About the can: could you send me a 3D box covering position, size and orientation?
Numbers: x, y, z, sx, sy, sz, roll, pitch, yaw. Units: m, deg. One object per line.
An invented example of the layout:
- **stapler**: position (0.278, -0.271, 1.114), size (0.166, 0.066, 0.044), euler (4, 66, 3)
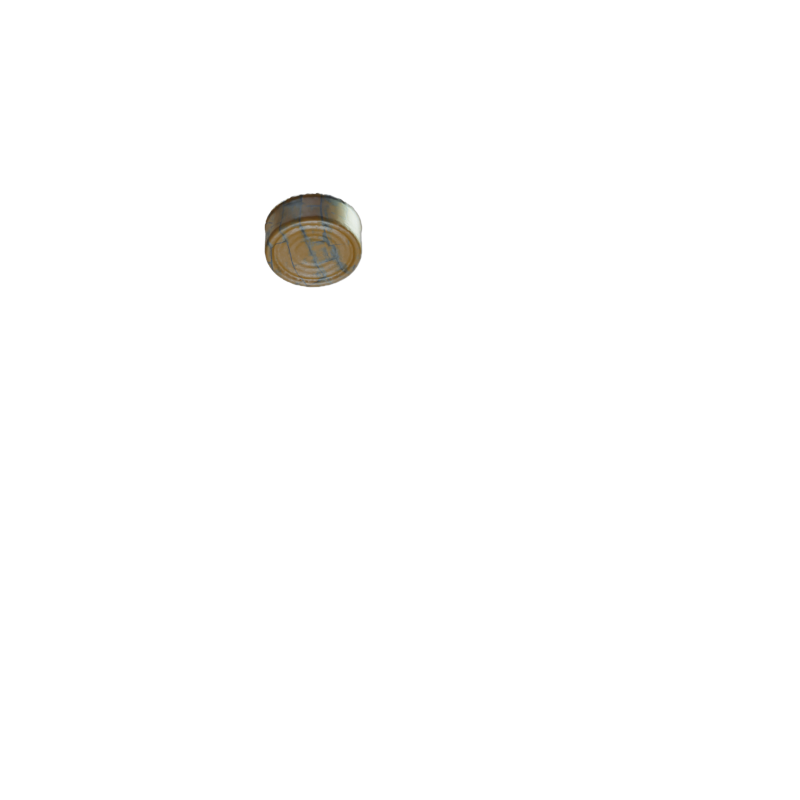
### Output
- **can**: position (-0.075, -0.138, 0.964), size (0.086, 0.036, 0.080), euler (1, -41, -1)
